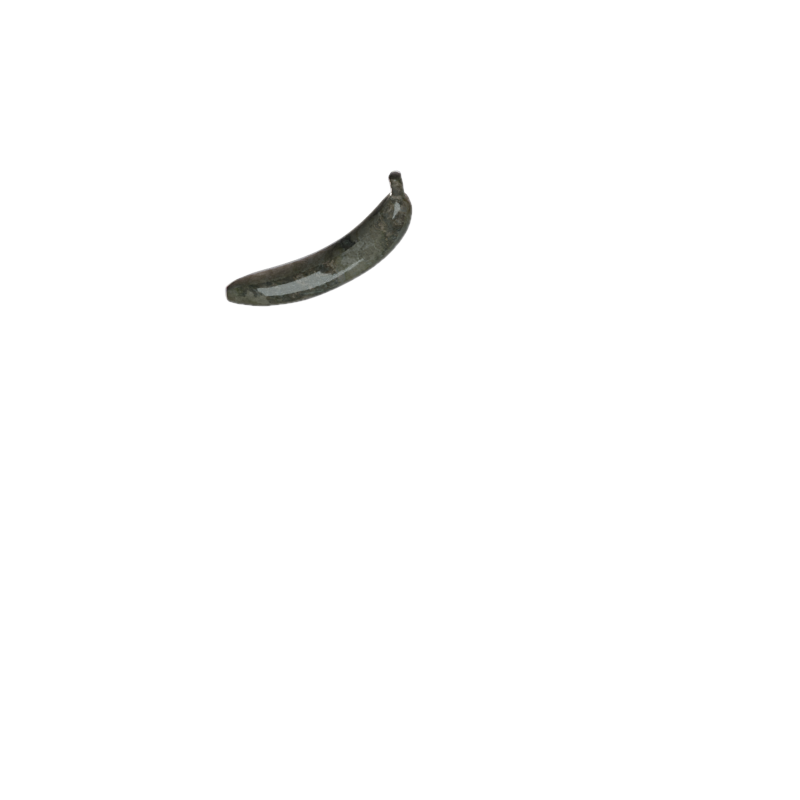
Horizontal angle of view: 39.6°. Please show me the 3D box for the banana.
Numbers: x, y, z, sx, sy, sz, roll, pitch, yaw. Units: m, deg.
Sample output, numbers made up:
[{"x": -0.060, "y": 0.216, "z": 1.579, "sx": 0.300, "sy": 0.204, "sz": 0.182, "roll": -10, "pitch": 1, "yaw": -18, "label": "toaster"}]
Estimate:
[{"x": -0.059, "y": -0.127, "z": 0.952, "sx": 0.197, "sy": 0.039, "sz": 0.065, "roll": -32, "pitch": -57, "yaw": 23, "label": "banana"}]
